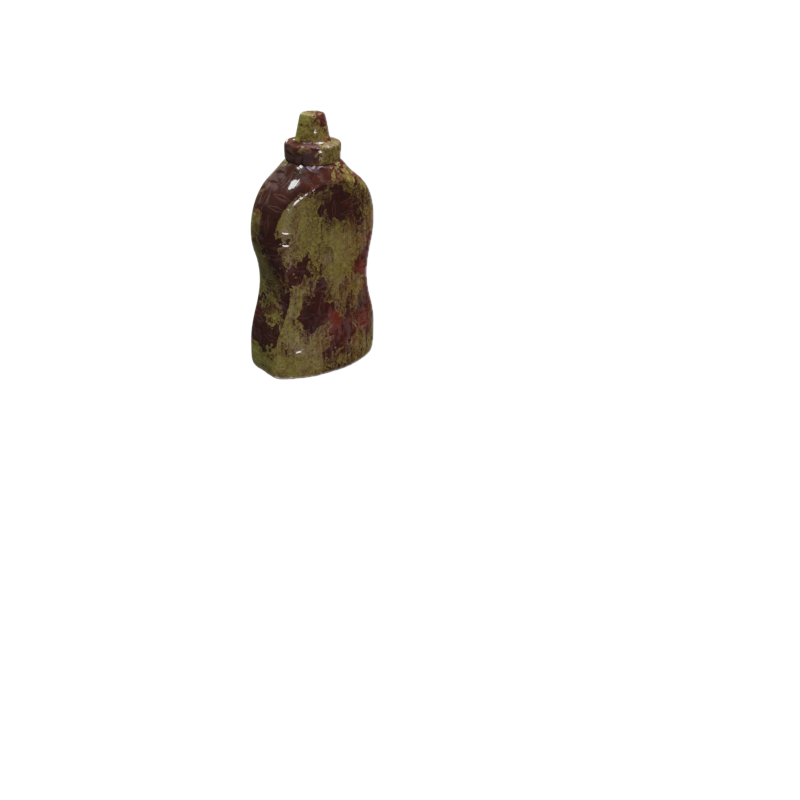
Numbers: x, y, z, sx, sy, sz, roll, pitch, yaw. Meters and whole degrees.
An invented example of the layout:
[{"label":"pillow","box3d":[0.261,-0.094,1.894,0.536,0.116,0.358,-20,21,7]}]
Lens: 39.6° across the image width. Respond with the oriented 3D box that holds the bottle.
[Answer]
[{"label":"bottle","box3d":[-0.064,-0.116,0.813,0.094,0.183,0.062,-13,25,-33]}]
